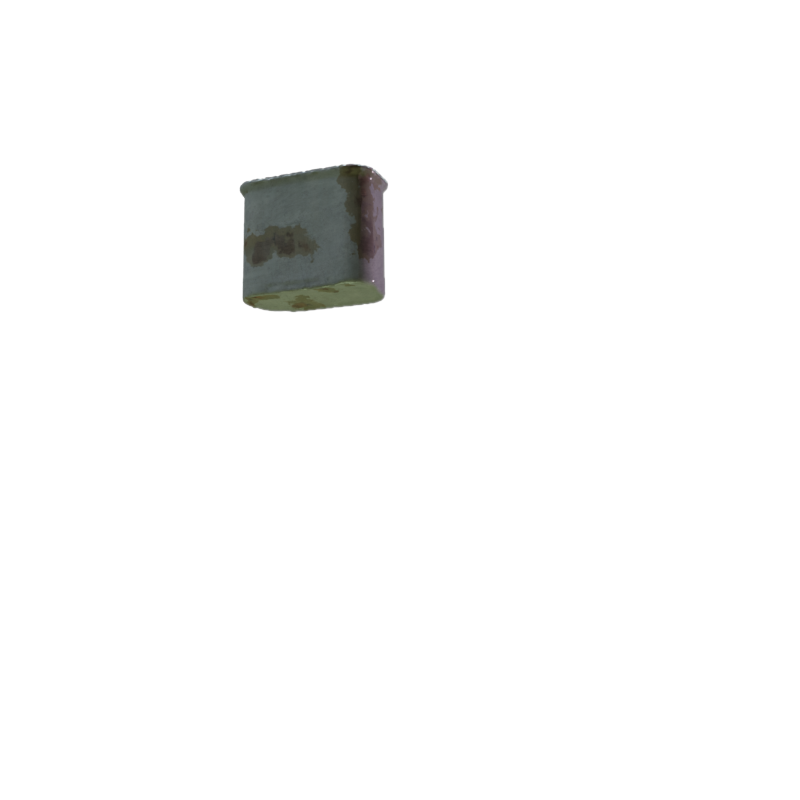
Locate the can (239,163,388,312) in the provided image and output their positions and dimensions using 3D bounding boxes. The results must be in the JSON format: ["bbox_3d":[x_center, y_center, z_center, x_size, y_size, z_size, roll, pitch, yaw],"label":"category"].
[{"bbox_3d":[-0.060,-0.109,0.764,0.104,0.087,0.054,-6,-17,21],"label":"can"}]
